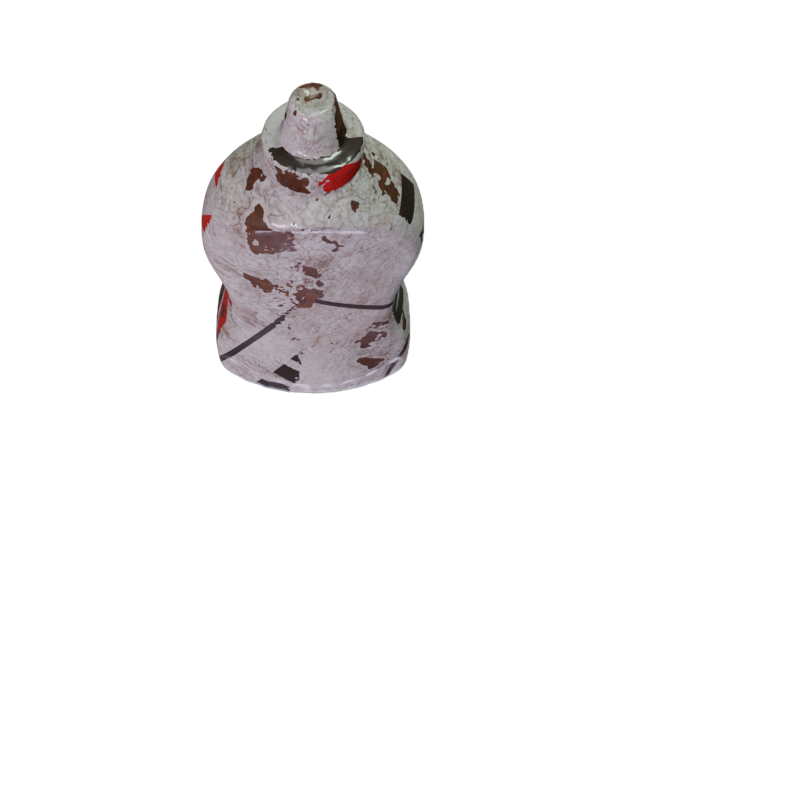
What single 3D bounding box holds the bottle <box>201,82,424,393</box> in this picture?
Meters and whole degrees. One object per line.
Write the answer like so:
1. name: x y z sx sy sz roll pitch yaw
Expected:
1. bottle: -0.039 -0.070 0.493 0.096 0.062 0.180 3 -29 -2
